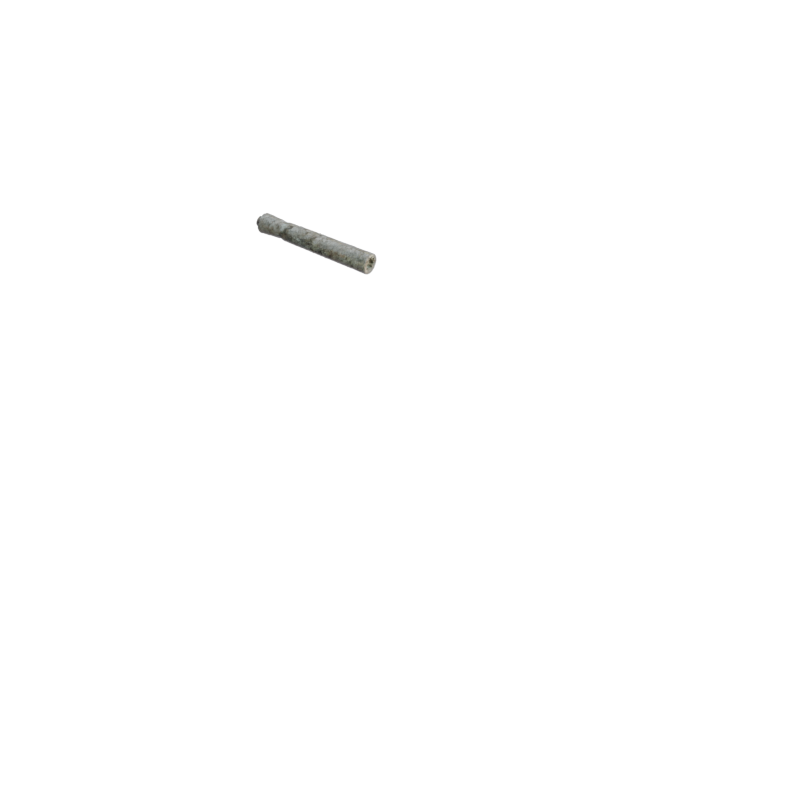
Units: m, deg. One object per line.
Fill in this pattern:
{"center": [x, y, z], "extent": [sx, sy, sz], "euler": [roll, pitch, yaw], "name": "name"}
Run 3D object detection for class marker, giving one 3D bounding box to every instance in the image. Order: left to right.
{"center": [-0.076, -0.139, 0.970], "extent": [0.128, 0.019, 0.019], "euler": [25, 15, 28], "name": "marker"}
